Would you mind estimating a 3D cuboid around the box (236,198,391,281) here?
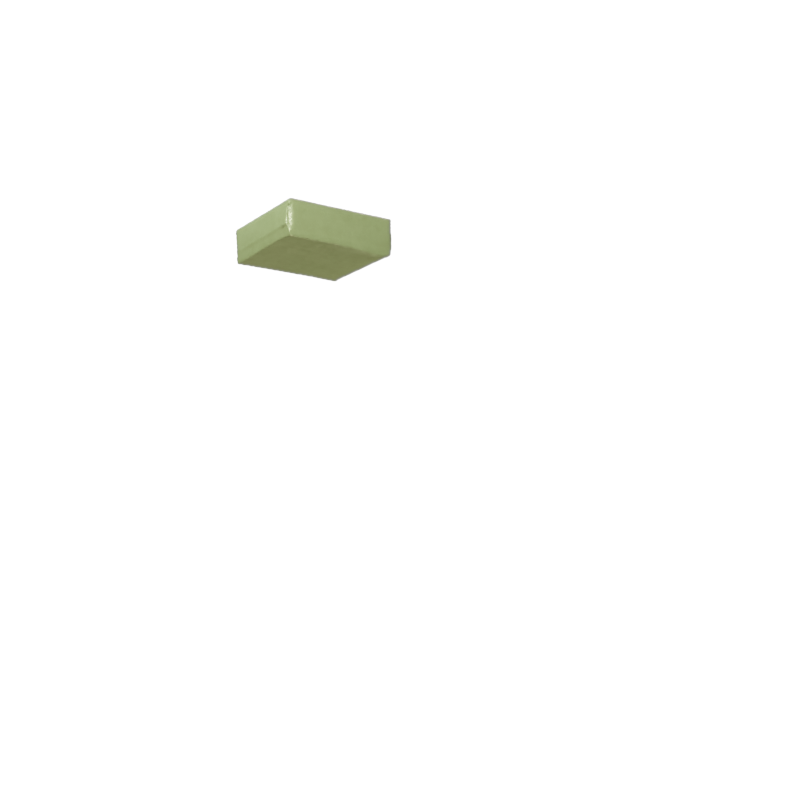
[{"bbox_3d":[-0.078,-0.142,0.996,0.108,0.040,0.091,9,-17,-35],"label":"box"}]
